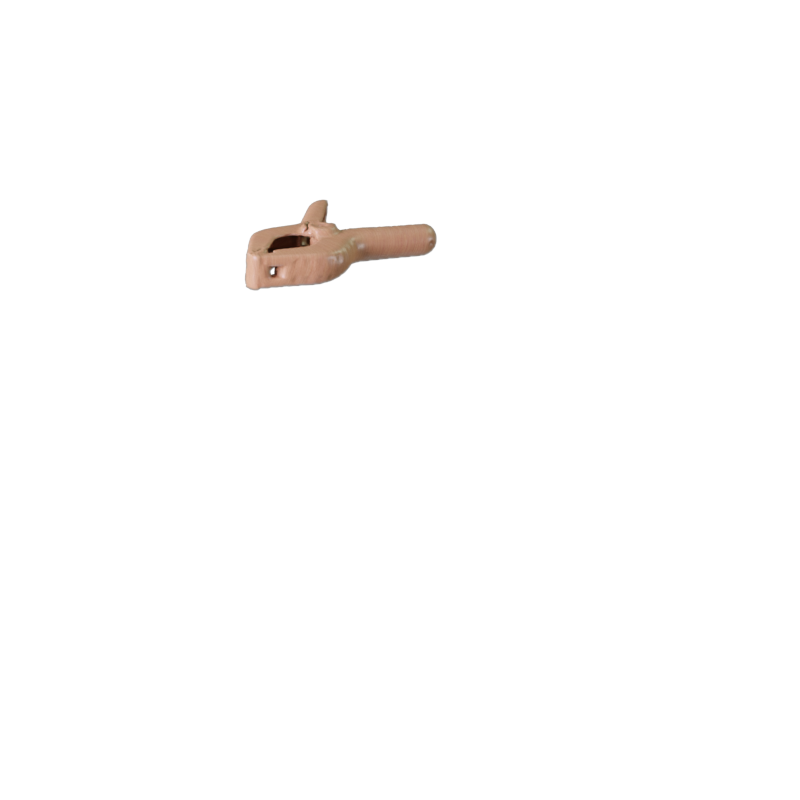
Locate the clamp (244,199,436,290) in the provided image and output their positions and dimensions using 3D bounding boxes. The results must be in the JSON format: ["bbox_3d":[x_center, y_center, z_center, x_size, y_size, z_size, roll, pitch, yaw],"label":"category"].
[{"bbox_3d":[-0.067,-0.123,0.861,0.127,0.038,0.168,17,26,40],"label":"clamp"}]
